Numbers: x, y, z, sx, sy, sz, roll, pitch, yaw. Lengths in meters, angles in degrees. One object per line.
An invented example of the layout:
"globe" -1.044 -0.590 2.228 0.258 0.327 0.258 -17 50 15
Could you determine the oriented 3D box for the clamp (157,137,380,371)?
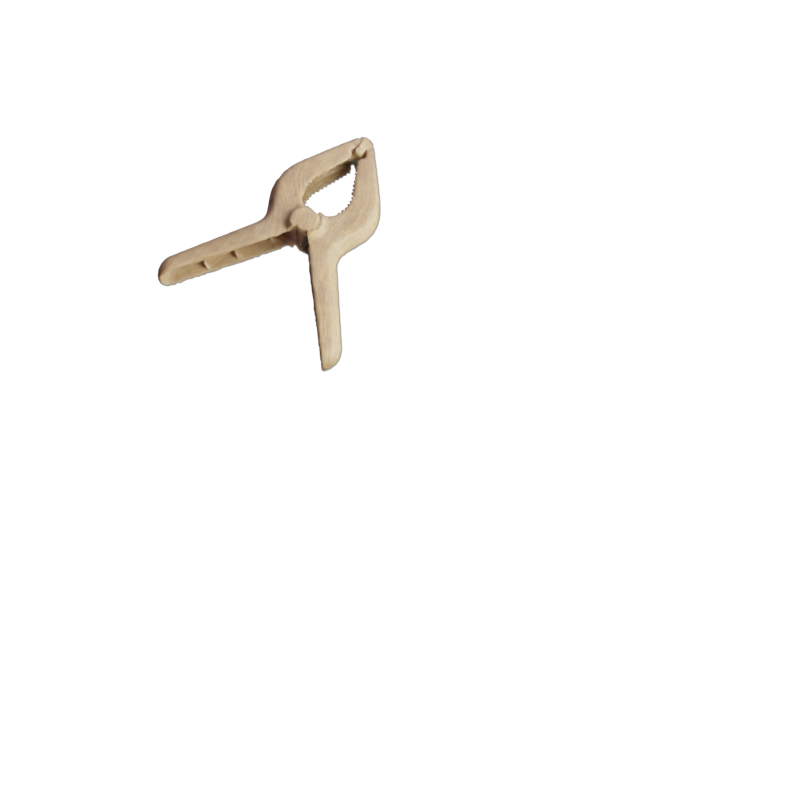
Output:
"clamp" -0.071 -0.129 0.904 0.172 0.214 0.034 33 -25 17
